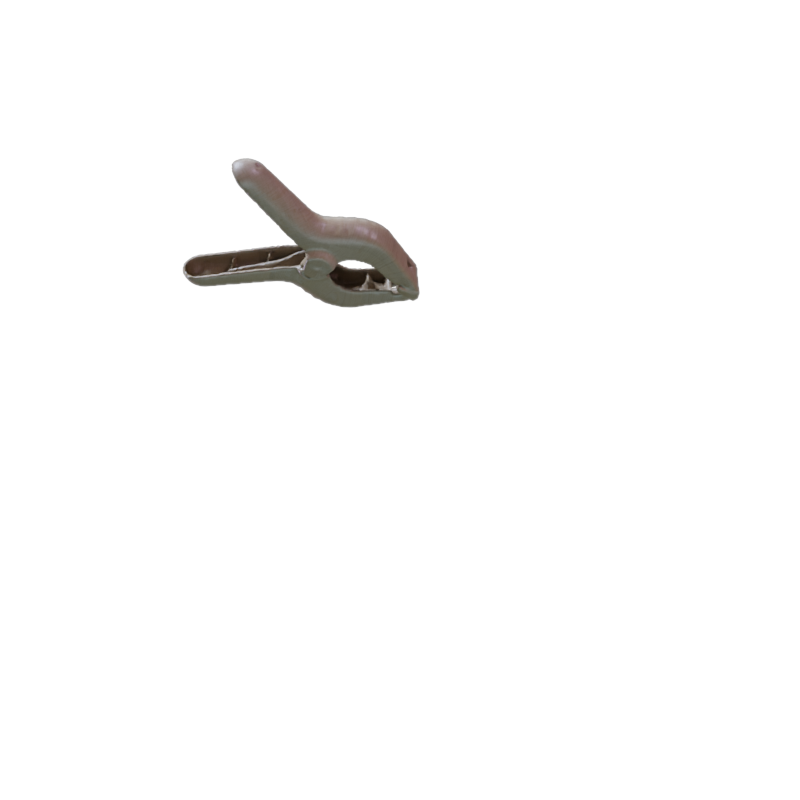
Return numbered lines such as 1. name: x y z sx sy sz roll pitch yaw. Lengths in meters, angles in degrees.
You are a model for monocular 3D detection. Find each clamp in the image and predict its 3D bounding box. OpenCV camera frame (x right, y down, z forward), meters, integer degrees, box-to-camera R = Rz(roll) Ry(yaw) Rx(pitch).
1. clamp: -0.062 -0.113 0.790 0.168 0.042 0.114 8 -35 -12
